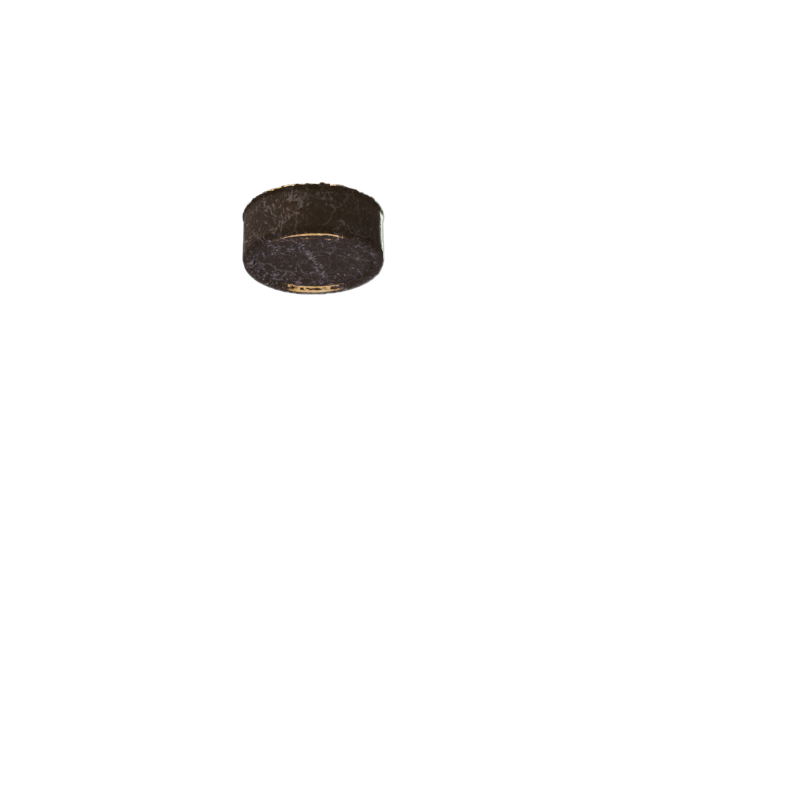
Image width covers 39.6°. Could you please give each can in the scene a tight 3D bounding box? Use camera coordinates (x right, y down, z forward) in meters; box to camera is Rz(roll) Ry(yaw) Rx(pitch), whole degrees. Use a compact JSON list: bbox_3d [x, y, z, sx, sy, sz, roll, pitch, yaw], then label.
[{"bbox_3d":[-0.052,-0.095,0.663,0.086,0.035,0.082,0,-21,-2],"label":"can"}]
